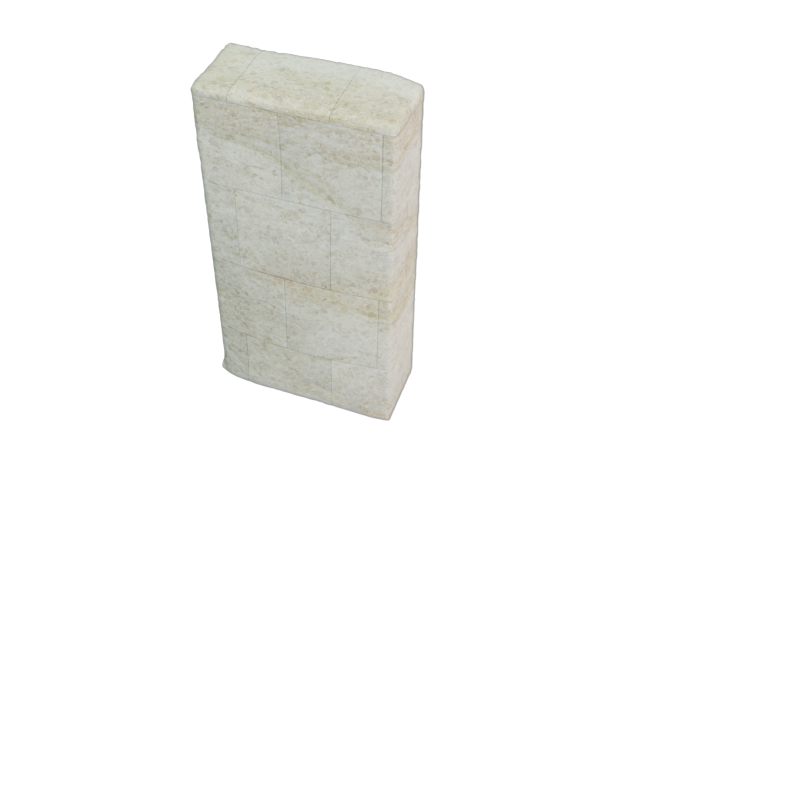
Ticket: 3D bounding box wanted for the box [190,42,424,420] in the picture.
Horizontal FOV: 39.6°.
[{"bbox_3d":[-0.040,-0.073,0.512,0.096,0.164,0.050,17,44,14],"label":"box"}]
